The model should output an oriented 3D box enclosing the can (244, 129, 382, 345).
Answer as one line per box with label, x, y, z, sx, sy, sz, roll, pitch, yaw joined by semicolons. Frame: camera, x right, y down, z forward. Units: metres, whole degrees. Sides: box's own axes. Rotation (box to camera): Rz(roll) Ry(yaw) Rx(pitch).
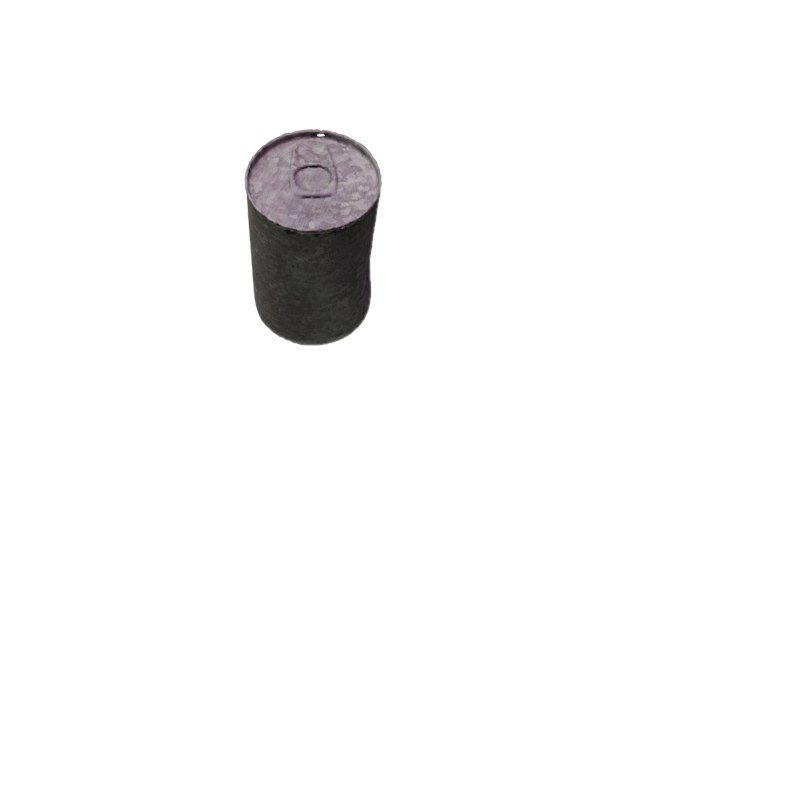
can;-0.046;-0.084;0.587;0.068;0.073;0.096;0;-34;-3
